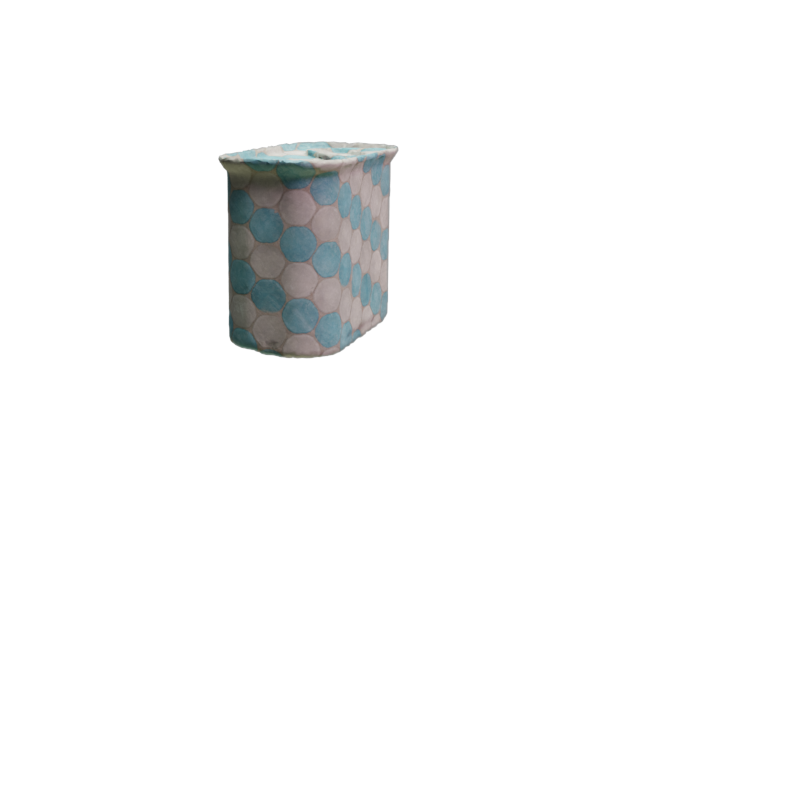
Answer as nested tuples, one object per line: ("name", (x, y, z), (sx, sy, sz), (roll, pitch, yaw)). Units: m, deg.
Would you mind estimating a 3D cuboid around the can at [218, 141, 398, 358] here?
("can", (-0.039, -0.072, 0.503), (0.059, 0.081, 0.102), (5, 15, 18))
